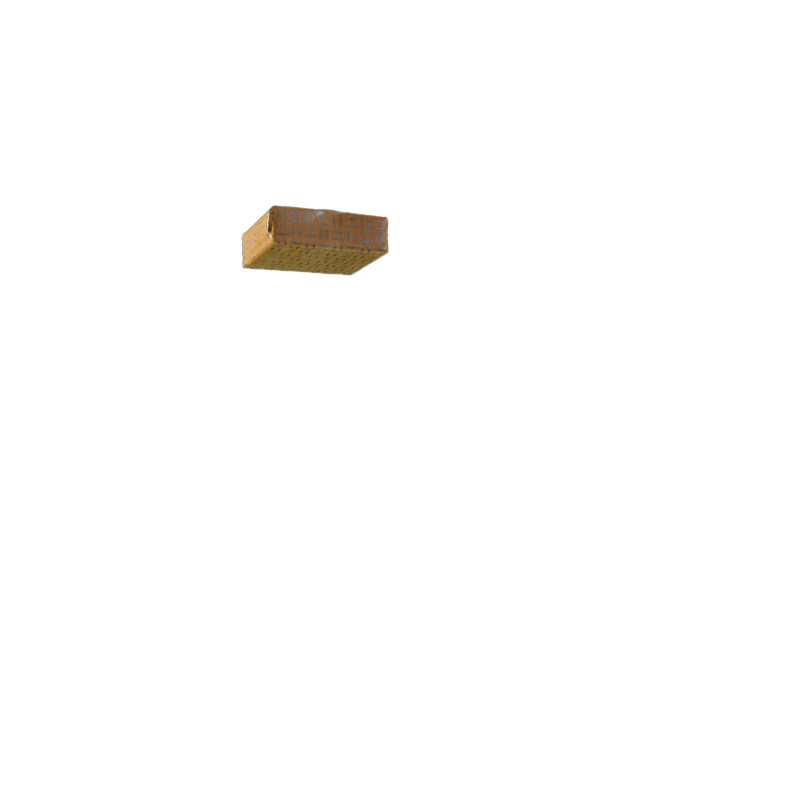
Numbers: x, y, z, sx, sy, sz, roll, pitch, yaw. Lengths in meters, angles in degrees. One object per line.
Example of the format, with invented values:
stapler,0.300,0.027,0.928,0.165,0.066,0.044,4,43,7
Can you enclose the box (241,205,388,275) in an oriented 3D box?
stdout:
box,-0.062,-0.114,0.796,0.087,0.031,0.073,3,-10,-20
